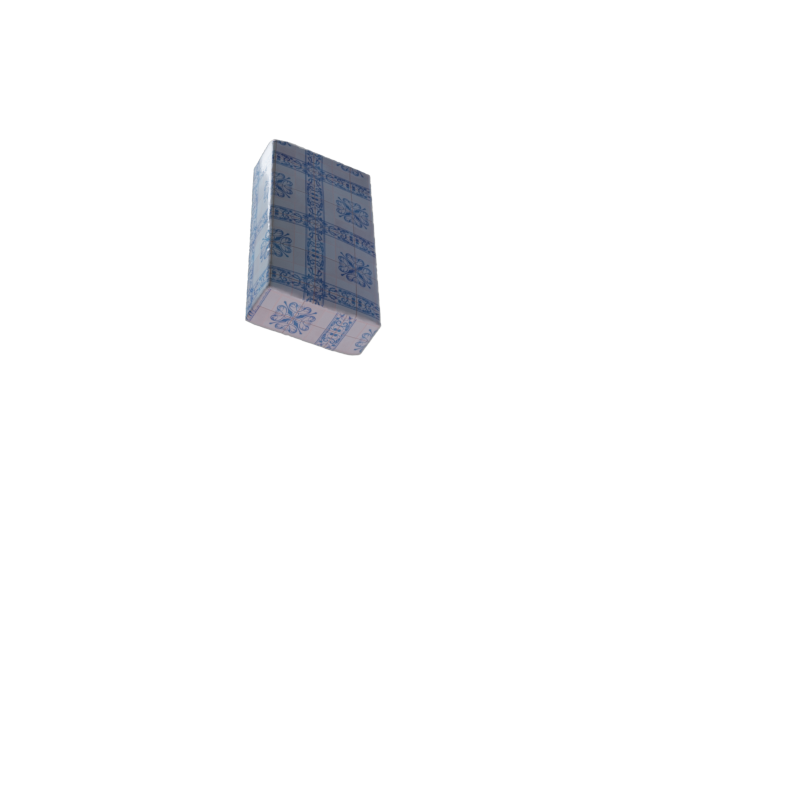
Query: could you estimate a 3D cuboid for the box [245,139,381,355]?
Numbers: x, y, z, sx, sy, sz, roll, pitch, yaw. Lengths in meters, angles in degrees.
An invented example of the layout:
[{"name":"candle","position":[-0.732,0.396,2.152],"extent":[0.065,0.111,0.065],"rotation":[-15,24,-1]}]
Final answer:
[{"name":"box","position":[-0.066,-0.121,0.848],"extent":[0.090,0.189,0.046],"rotation":[17,-46,-21]}]
